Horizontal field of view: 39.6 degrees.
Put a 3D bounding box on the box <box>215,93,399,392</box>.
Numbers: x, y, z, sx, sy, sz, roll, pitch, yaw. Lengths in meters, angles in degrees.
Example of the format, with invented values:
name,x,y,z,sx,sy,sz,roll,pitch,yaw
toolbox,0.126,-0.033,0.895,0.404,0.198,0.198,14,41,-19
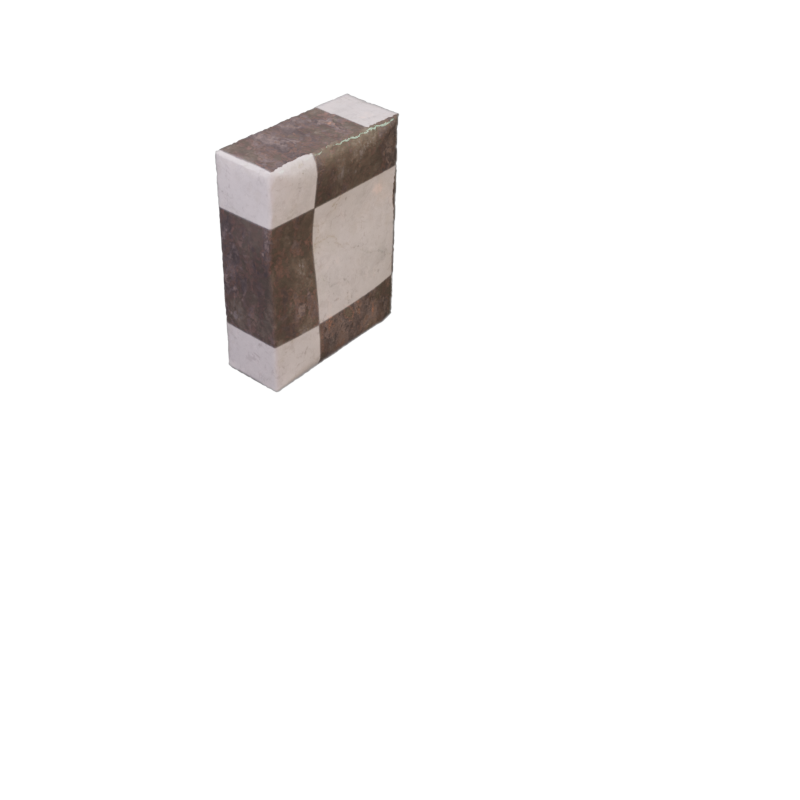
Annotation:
name,x,y,z,sx,sy,sz,roll,pitch,yaw
box,-0.076,-0.138,0.969,0.076,0.200,0.165,25,41,31
